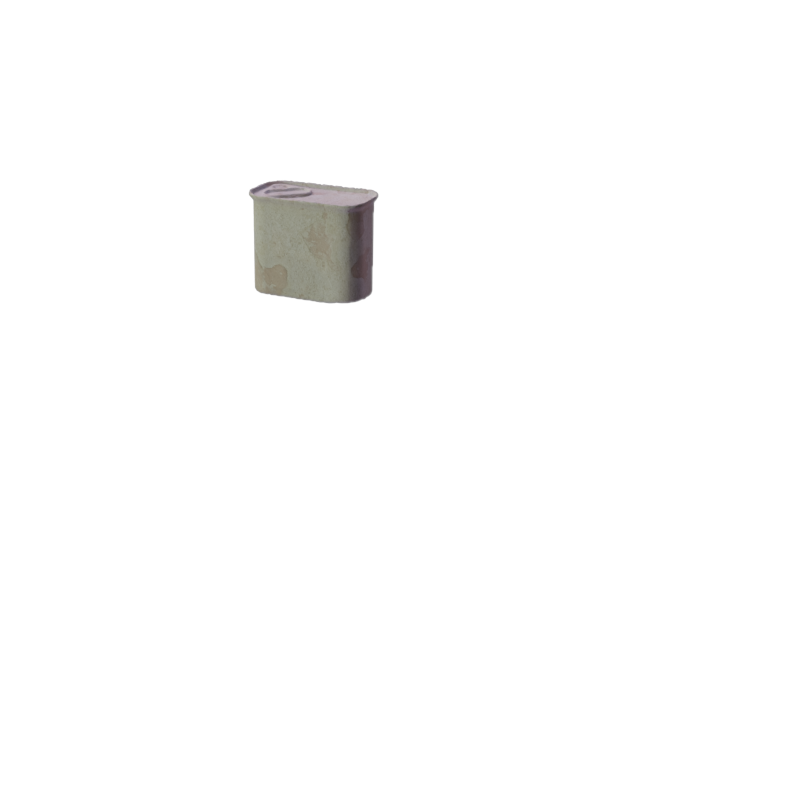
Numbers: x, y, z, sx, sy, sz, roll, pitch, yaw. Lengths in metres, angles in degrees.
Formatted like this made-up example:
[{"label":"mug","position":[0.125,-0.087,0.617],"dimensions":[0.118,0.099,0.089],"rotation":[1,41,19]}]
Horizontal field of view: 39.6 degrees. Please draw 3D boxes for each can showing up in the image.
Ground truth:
[{"label":"can","position":[-0.071,-0.128,0.899],"dimensions":[0.106,0.080,0.058],"rotation":[10,22,22]}]
